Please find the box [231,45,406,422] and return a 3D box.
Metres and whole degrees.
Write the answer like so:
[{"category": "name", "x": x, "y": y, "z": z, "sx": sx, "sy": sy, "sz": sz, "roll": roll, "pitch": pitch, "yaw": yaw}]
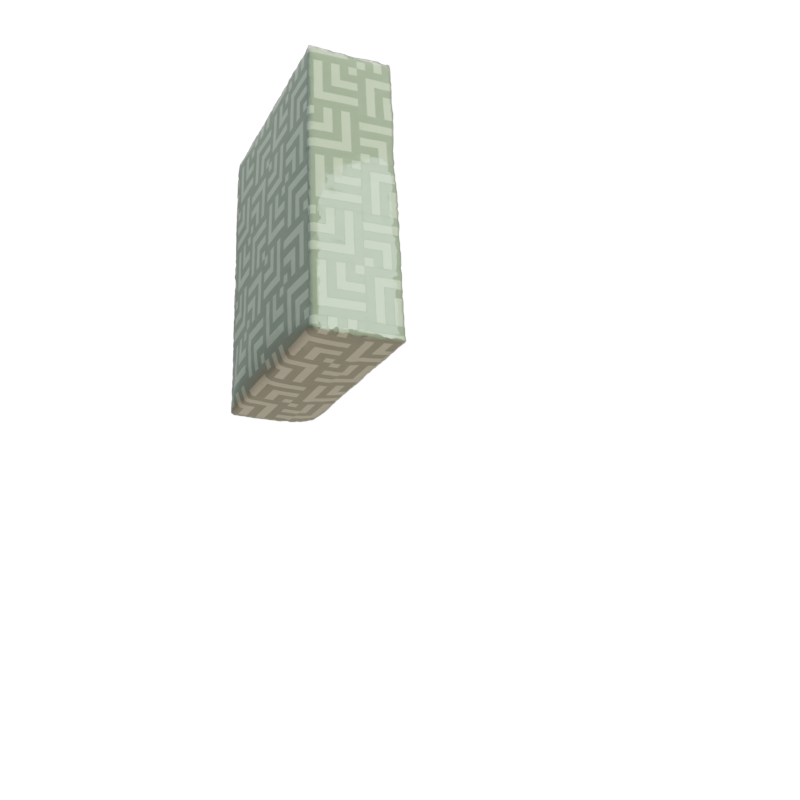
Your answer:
[{"category": "box", "x": -0.061, "y": -0.111, "z": 0.778, "sx": 0.069, "sy": 0.227, "sz": 0.160, "roll": 10, "pitch": -28, "yaw": -23}]
